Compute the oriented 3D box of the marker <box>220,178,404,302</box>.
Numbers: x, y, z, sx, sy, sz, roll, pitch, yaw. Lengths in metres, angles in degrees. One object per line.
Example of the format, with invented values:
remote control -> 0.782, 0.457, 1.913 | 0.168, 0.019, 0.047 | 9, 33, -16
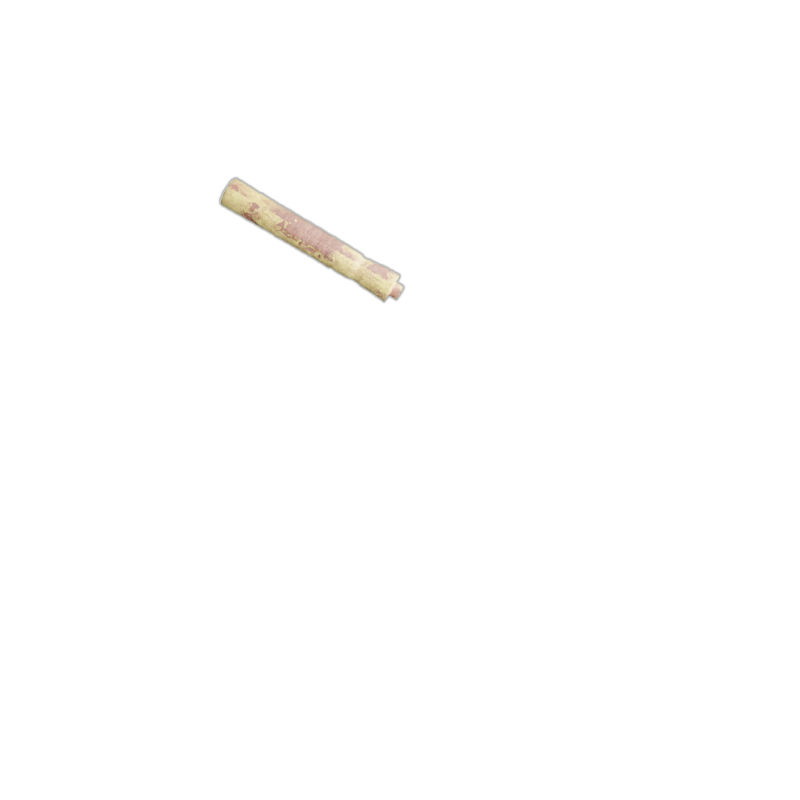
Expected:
marker -> -0.052, -0.094, 0.659 | 0.123, 0.020, 0.020 | 31, 7, 8
